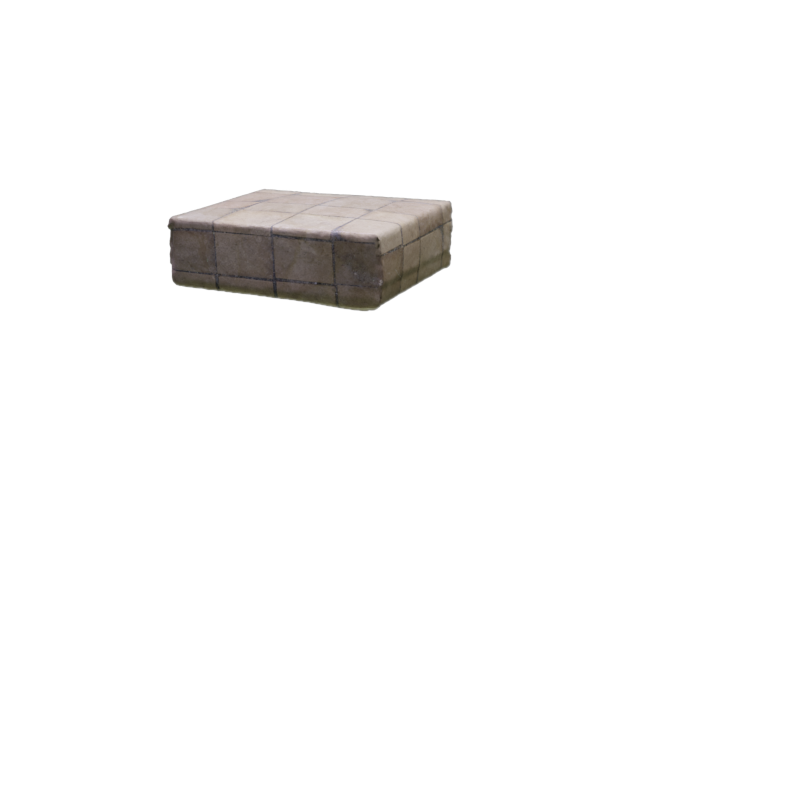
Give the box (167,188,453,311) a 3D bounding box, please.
[{"bbox_3d":[-0.042,-0.077,0.542,0.118,0.037,0.090,10,22,24],"label":"box"}]
